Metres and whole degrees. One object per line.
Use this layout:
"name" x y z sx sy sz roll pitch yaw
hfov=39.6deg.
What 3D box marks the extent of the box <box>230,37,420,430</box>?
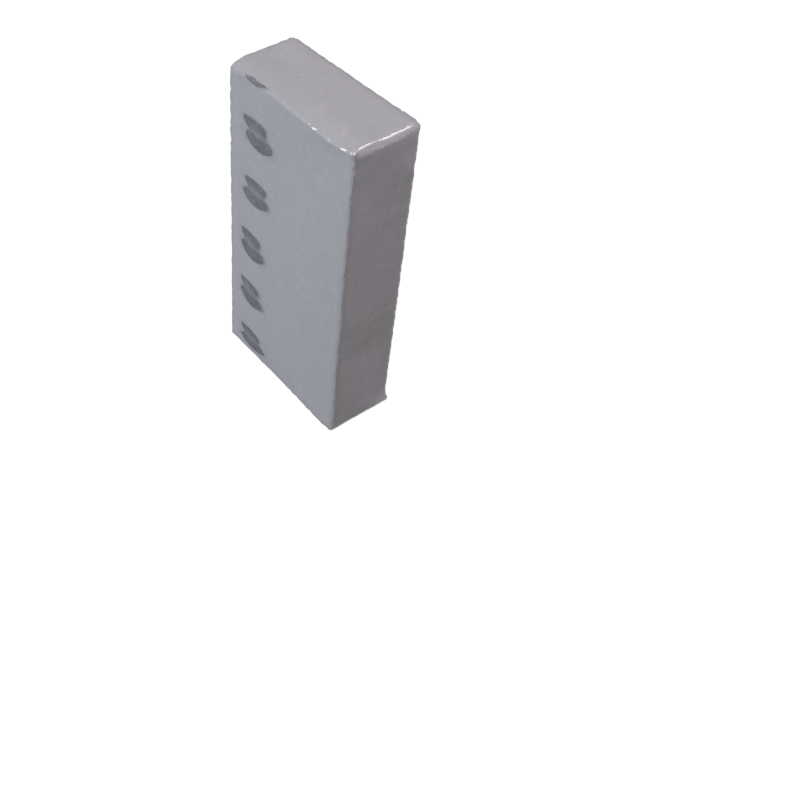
"box" -0.043 -0.078 0.544 0.048 0.164 0.100 -28 53 -28
